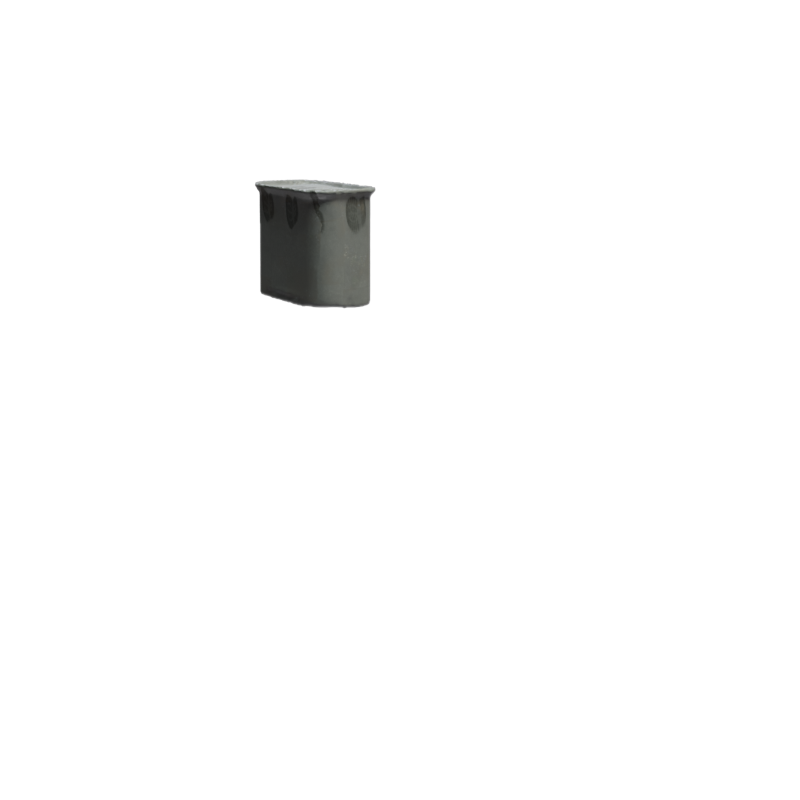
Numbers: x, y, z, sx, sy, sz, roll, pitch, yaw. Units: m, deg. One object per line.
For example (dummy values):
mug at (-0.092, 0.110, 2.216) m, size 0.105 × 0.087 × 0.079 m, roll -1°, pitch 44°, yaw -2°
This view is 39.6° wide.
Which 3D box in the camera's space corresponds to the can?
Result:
can at (-0.063, -0.115, 0.804) m, size 0.056 × 0.082 × 0.107 m, roll -6°, pitch 13°, yaw -33°
